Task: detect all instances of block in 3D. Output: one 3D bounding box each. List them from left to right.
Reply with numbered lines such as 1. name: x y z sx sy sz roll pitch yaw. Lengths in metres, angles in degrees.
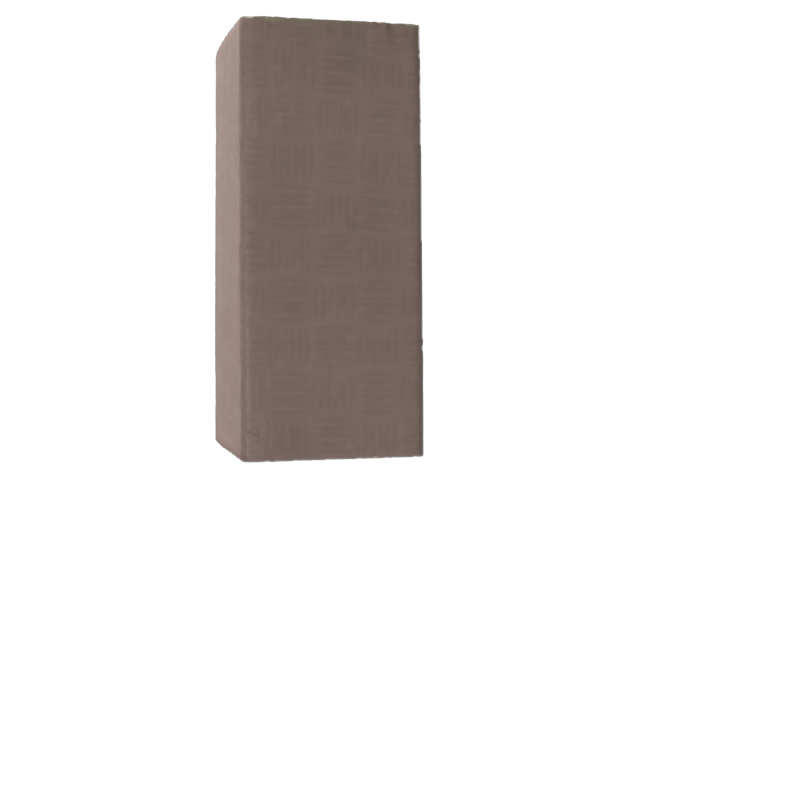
1. block: -0.044 -0.080 0.559 0.089 0.207 0.091 0 -2 -15
